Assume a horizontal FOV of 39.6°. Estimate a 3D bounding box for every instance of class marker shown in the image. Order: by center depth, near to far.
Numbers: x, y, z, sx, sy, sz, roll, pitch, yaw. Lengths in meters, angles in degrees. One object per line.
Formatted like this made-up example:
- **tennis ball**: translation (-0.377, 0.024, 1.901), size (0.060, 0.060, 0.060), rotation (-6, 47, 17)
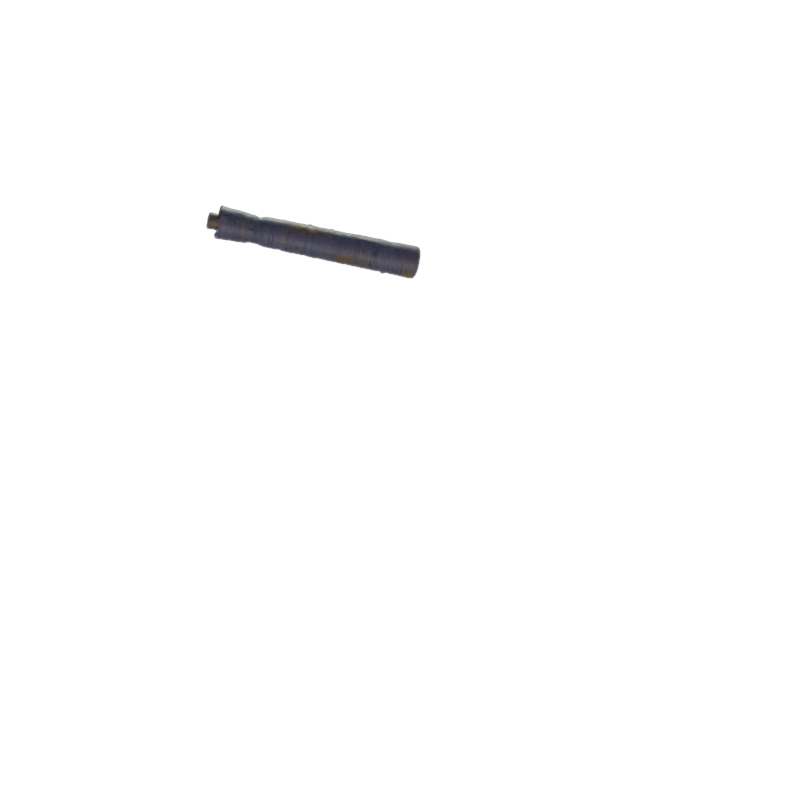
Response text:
- **marker**: translation (-0.049, -0.089, 0.623), size (0.119, 0.020, 0.020), rotation (10, 2, -9)
